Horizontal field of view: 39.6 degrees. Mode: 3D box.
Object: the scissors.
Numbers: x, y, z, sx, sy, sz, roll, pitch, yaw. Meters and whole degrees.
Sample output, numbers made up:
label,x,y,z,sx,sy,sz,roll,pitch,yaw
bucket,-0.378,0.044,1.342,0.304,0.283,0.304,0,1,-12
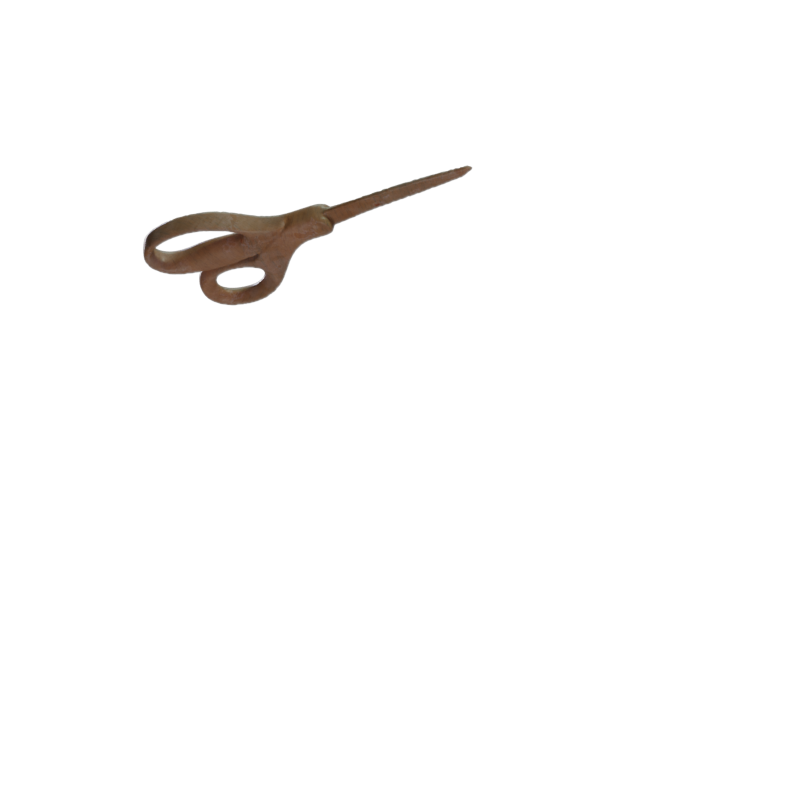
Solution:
label,x,y,z,sx,sy,sz,roll,pitch,yaw
scissors,-0.051,-0.093,0.654,0.204,0.017,0.089,-7,-29,12
